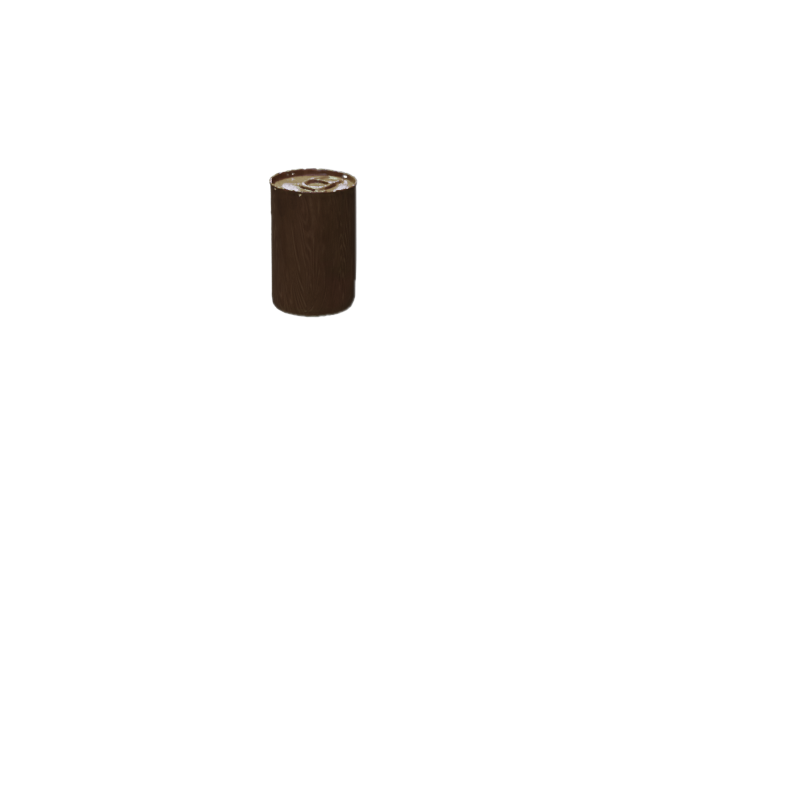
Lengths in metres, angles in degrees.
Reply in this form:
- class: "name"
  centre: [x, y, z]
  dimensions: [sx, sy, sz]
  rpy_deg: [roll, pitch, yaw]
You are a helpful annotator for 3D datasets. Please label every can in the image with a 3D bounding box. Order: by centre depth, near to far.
- class: "can"
  centre: [-0.068, -0.124, 0.870]
  dimensions: [0.068, 0.098, 0.072]
  rpy_deg: [0, 22, -2]
